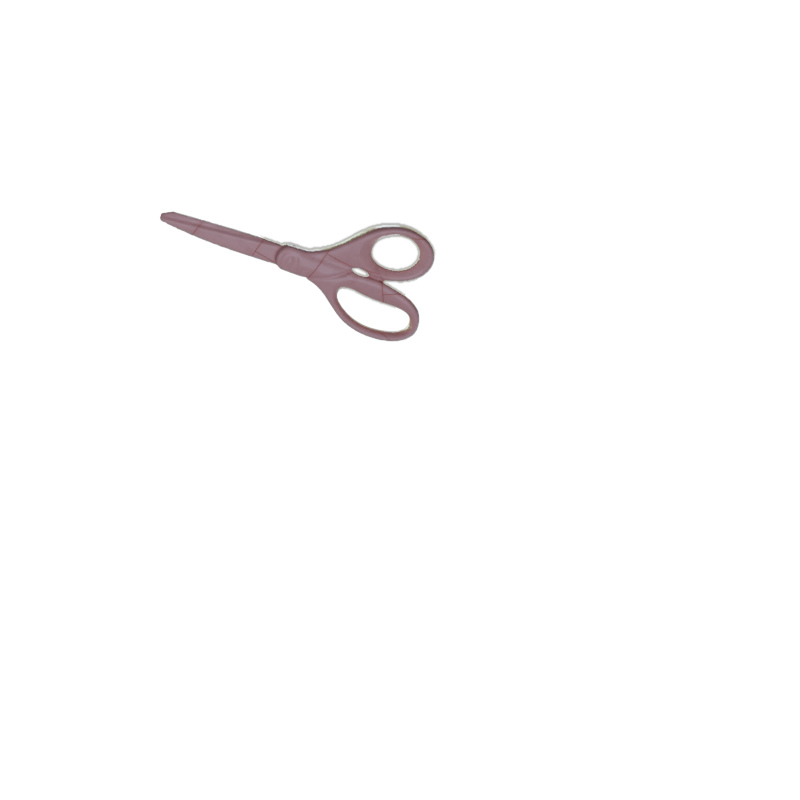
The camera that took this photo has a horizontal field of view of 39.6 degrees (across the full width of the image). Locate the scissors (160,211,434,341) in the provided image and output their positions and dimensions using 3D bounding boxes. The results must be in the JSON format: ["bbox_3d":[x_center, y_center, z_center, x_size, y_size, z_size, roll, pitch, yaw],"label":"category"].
[{"bbox_3d":[-0.062,-0.113,0.795,0.196,0.094,0.016,33,16,-11],"label":"scissors"}]
